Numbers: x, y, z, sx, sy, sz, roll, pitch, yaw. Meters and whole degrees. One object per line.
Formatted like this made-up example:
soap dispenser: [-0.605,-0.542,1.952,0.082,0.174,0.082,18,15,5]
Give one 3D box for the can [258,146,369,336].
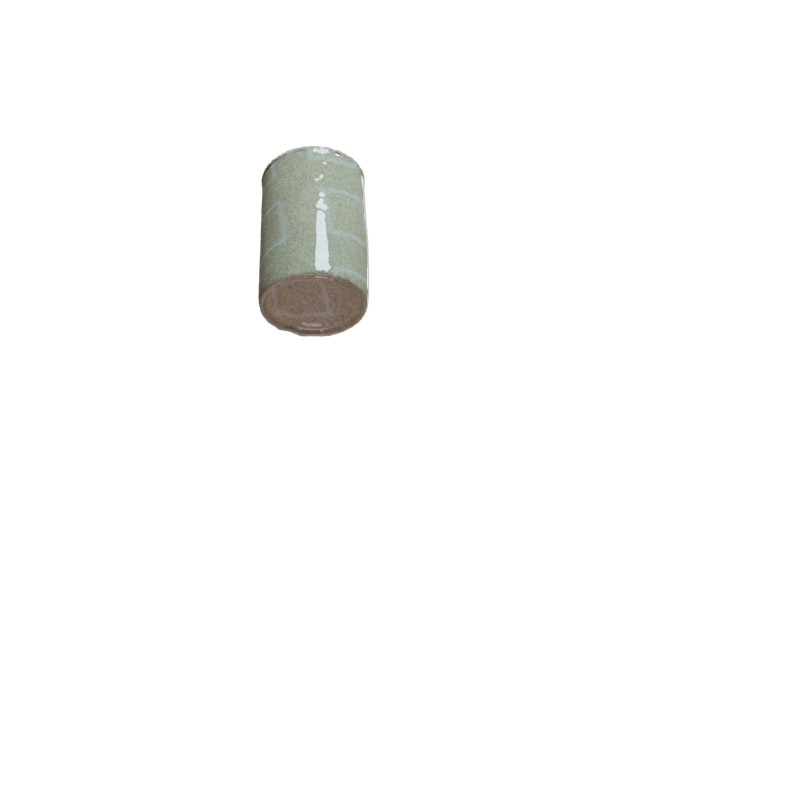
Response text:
can: [-0.054,-0.099,0.694,0.068,0.109,0.064,-1,-36,-2]
